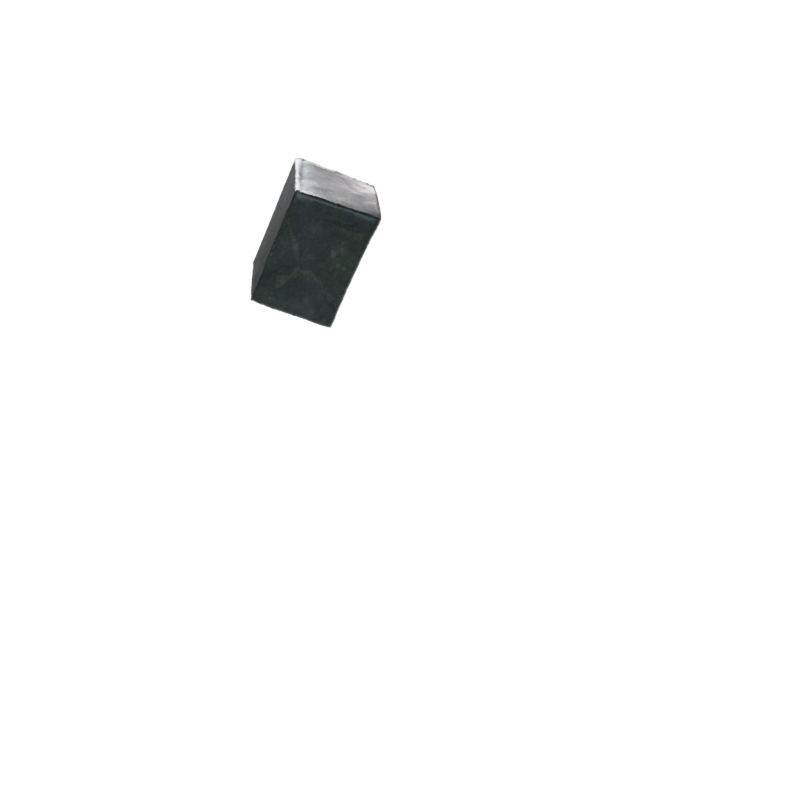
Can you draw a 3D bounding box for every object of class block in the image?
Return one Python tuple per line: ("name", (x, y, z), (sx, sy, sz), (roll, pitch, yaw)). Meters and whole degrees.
("block", (-0.051, -0.093, 0.650), (0.051, 0.075, 0.054), (20, 27, -14))
